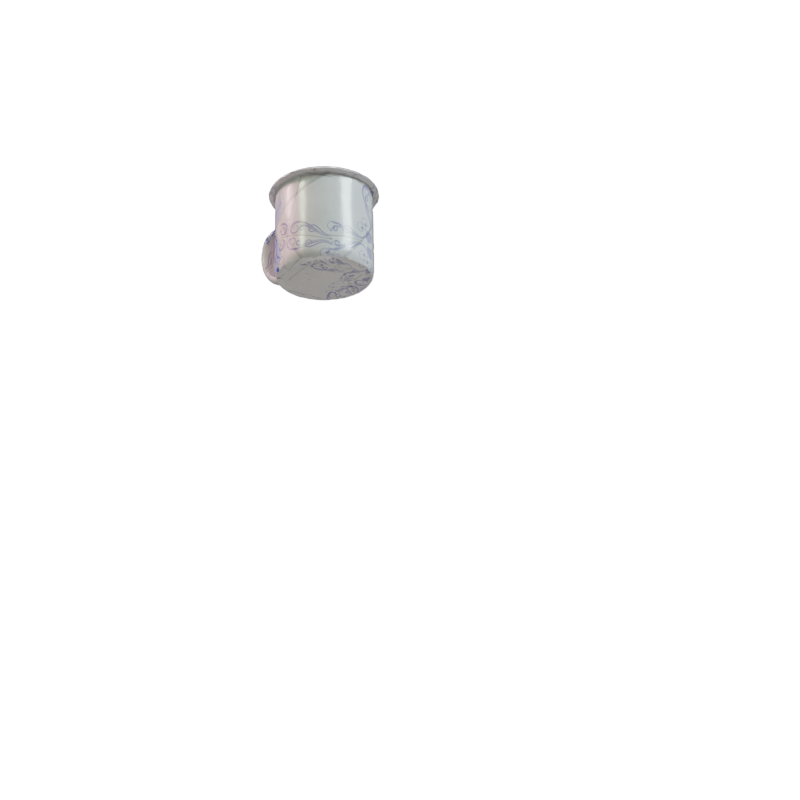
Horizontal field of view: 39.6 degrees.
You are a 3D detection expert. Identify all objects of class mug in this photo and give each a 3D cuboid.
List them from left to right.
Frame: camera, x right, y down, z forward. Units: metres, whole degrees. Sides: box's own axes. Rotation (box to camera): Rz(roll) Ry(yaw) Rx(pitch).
[{"bbox_3d":[-0.072,-0.132,0.926,0.118,0.086,0.087,-19,-30,35],"label":"mug"}]
